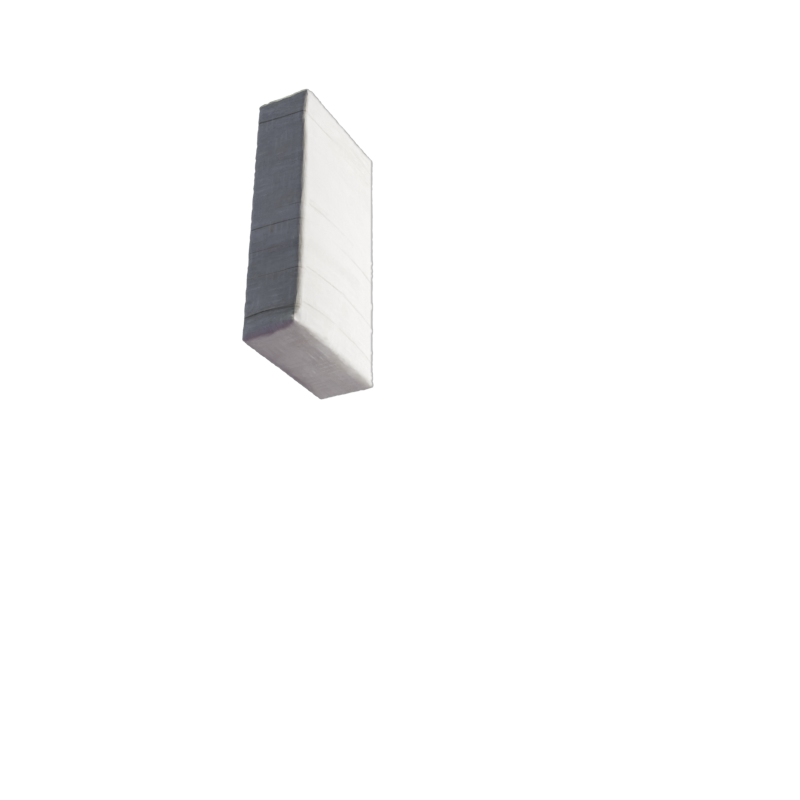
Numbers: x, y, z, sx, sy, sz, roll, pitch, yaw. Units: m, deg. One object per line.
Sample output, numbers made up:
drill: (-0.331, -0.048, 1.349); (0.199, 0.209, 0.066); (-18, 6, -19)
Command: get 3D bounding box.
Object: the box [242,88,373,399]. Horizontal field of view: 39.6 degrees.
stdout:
box: (-0.055, -0.101, 0.706); (0.048, 0.188, 0.086); (-18, -35, 23)
